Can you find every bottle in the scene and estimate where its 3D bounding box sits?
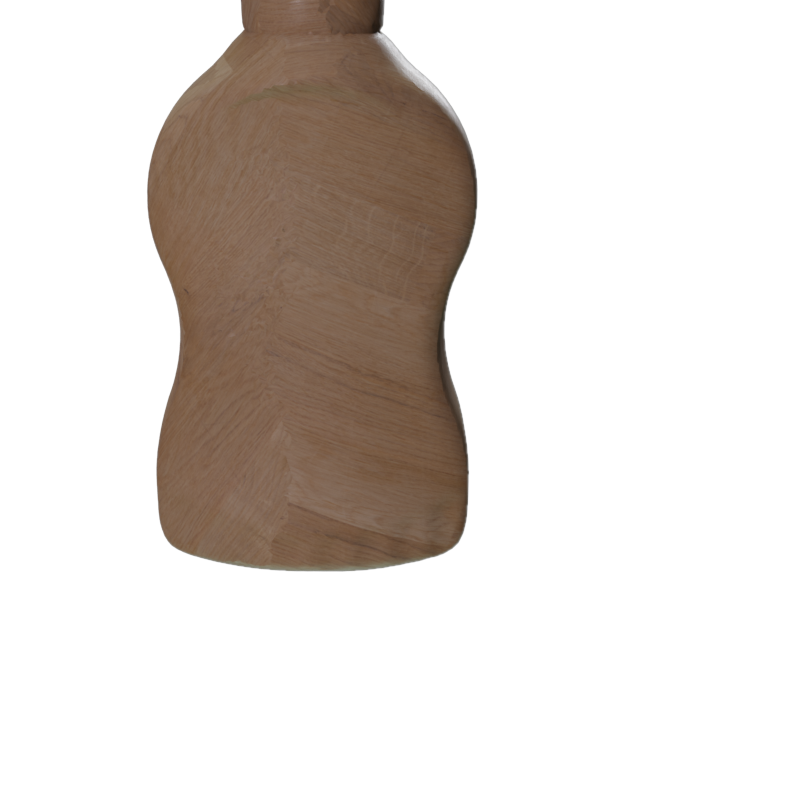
[{"bbox_3d":[-0.026,-0.047,0.331,0.096,0.185,0.060,1,15,2],"label":"bottle"}]
